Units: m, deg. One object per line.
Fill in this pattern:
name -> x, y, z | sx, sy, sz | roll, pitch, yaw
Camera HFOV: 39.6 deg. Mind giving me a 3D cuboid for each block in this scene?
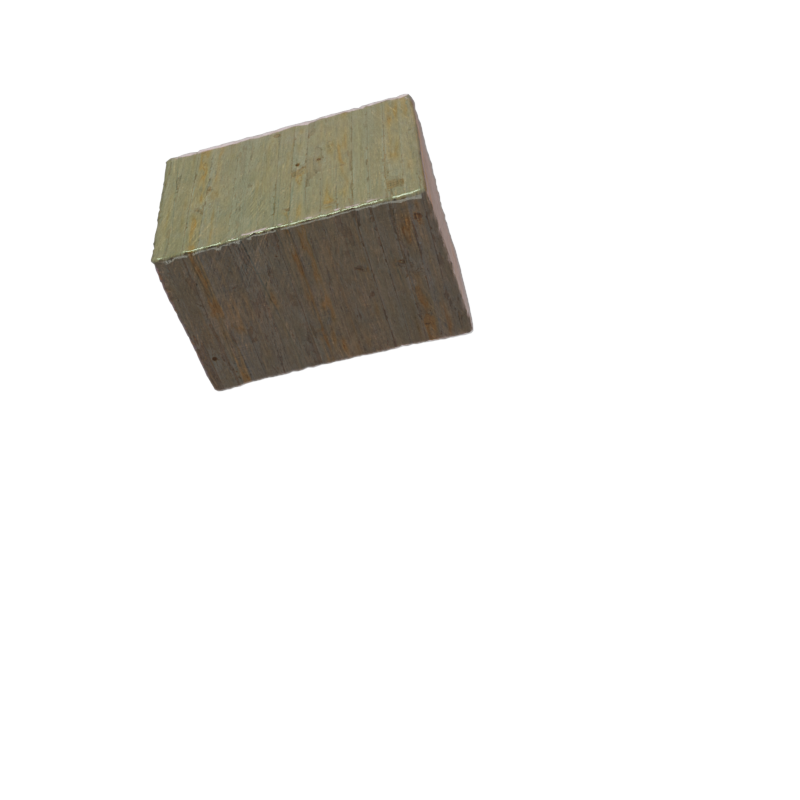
block -> -0.025, -0.045, 0.318 | 0.078, 0.049, 0.055 | -12, 41, 9
